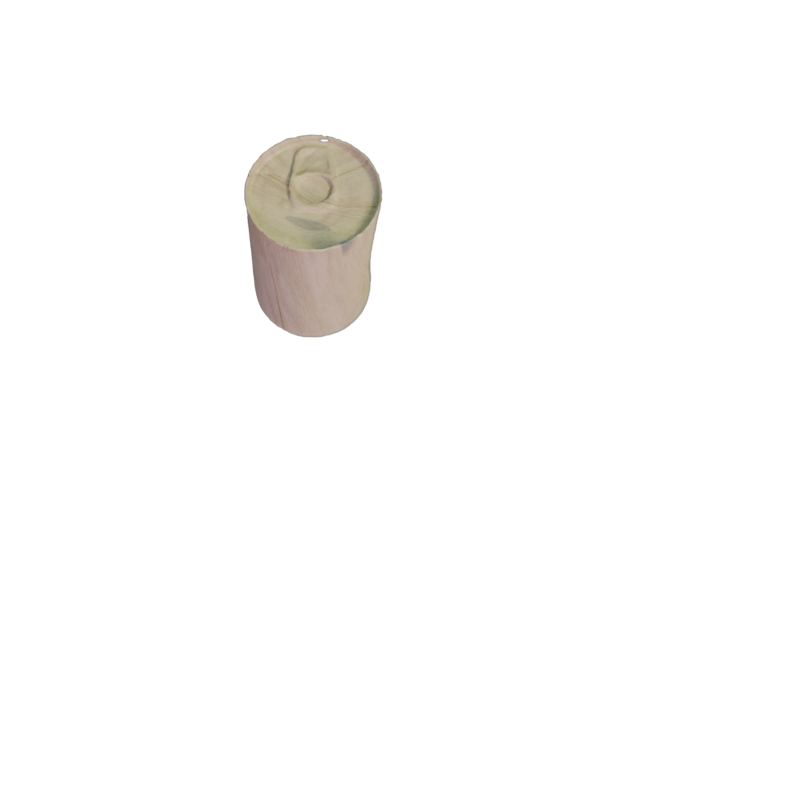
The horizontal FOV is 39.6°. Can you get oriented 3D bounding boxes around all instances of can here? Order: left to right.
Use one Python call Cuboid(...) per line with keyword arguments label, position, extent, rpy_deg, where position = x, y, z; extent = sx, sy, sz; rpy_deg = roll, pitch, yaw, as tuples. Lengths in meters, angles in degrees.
Cuboid(label="can", position=(-0.046, -0.084, 0.587), extent=(0.068, 0.073, 0.097), rpy_deg=(0, -25, -3))
